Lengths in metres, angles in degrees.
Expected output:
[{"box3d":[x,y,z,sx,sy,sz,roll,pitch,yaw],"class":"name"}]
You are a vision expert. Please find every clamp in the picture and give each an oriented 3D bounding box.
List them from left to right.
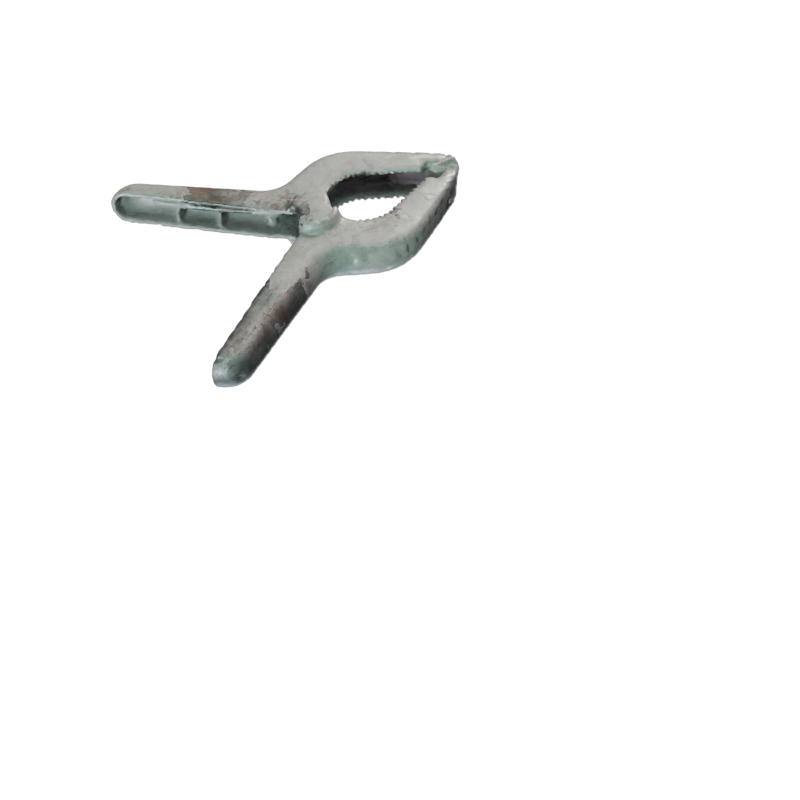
[{"box3d":[-0.052,-0.095,0.662,0.208,0.178,0.034,-17,-38,-14],"class":"clamp"}]
